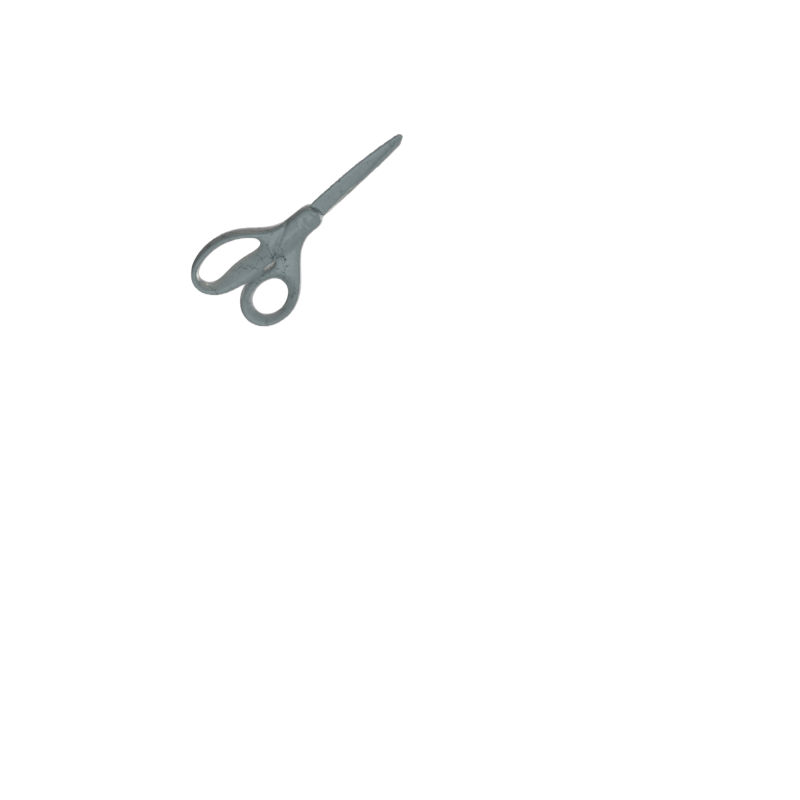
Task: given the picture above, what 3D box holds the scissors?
[{"bbox_3d":[-0.068,-0.123,0.865,0.202,0.090,0.017,-24,26,13],"label":"scissors"}]
